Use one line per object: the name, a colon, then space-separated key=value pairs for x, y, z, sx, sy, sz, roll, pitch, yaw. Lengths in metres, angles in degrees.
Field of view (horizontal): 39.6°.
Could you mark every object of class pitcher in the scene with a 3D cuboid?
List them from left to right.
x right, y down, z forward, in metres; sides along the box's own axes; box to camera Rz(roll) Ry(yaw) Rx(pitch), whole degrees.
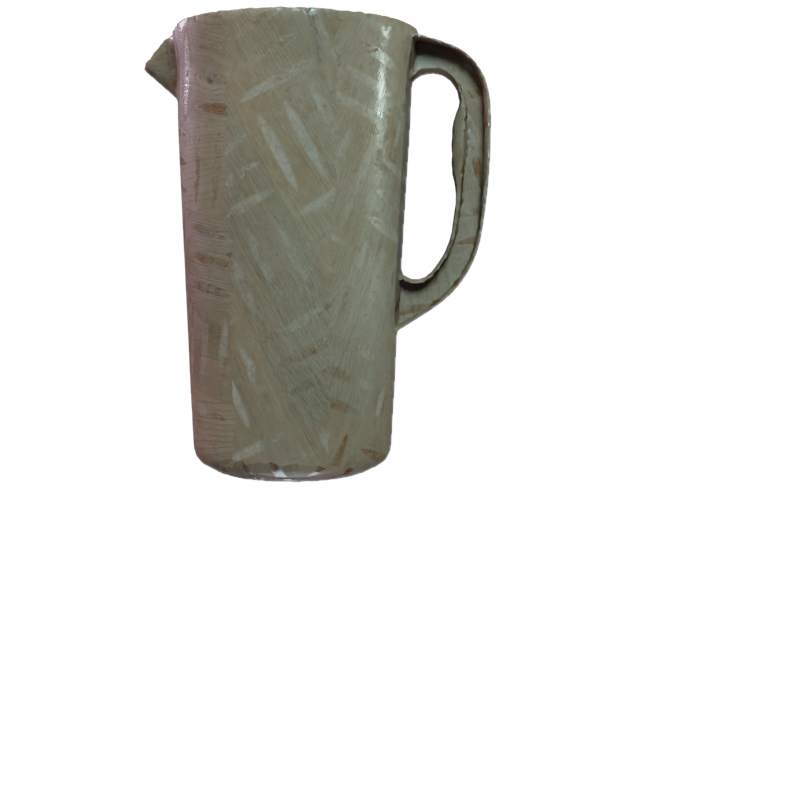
pitcher: x=-0.047 y=-0.086 z=0.602 sx=0.140 sy=0.242 sz=0.155 roll=-2 pitch=4 yaw=-40
